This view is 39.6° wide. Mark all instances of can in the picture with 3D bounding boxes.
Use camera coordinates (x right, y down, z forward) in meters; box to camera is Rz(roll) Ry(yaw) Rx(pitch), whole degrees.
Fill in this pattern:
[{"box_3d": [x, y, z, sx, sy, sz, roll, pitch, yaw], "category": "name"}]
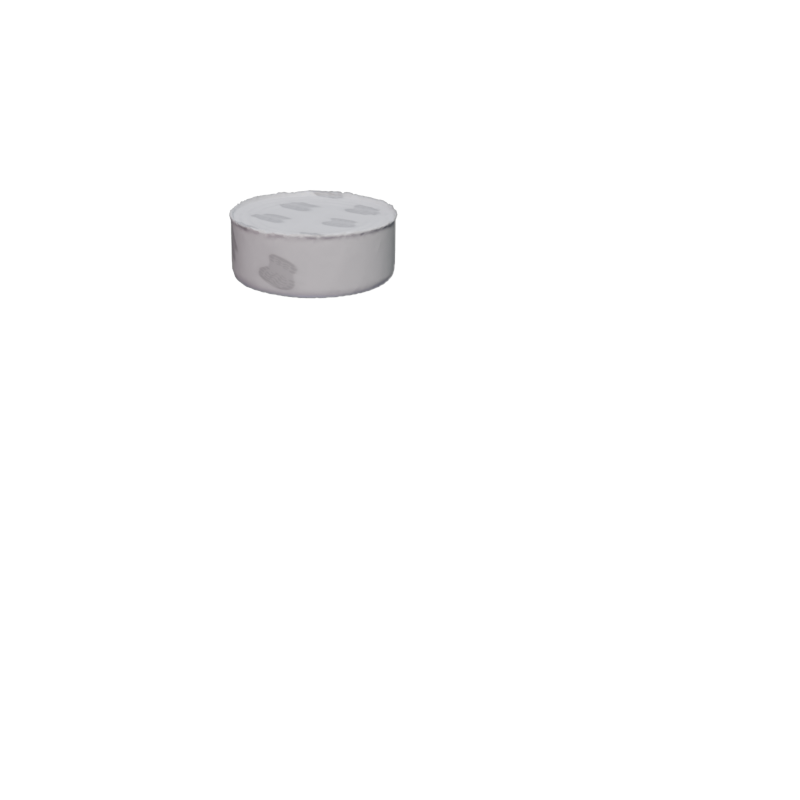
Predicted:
[{"box_3d": [-0.045, -0.081, 0.570, 0.086, 0.032, 0.090, -1, 23, -2], "category": "can"}]
